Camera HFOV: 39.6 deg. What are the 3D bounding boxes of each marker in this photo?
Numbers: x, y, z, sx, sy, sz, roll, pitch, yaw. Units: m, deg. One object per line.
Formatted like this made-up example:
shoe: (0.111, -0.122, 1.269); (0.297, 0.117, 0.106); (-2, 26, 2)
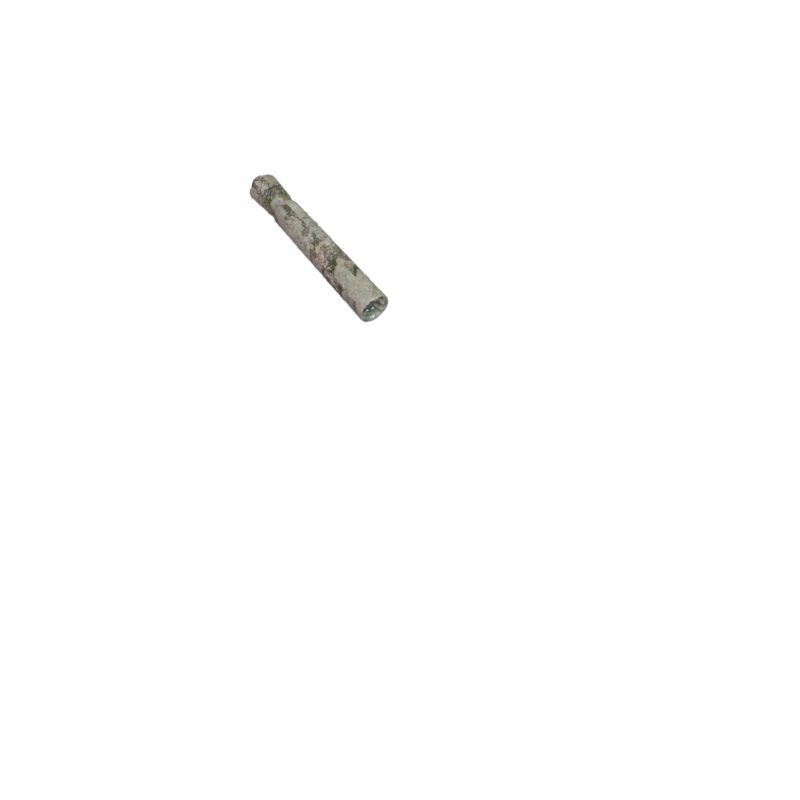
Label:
marker: (-0.050, -0.090, 0.632); (0.019, 0.019, 0.130); (-3, 42, -45)
